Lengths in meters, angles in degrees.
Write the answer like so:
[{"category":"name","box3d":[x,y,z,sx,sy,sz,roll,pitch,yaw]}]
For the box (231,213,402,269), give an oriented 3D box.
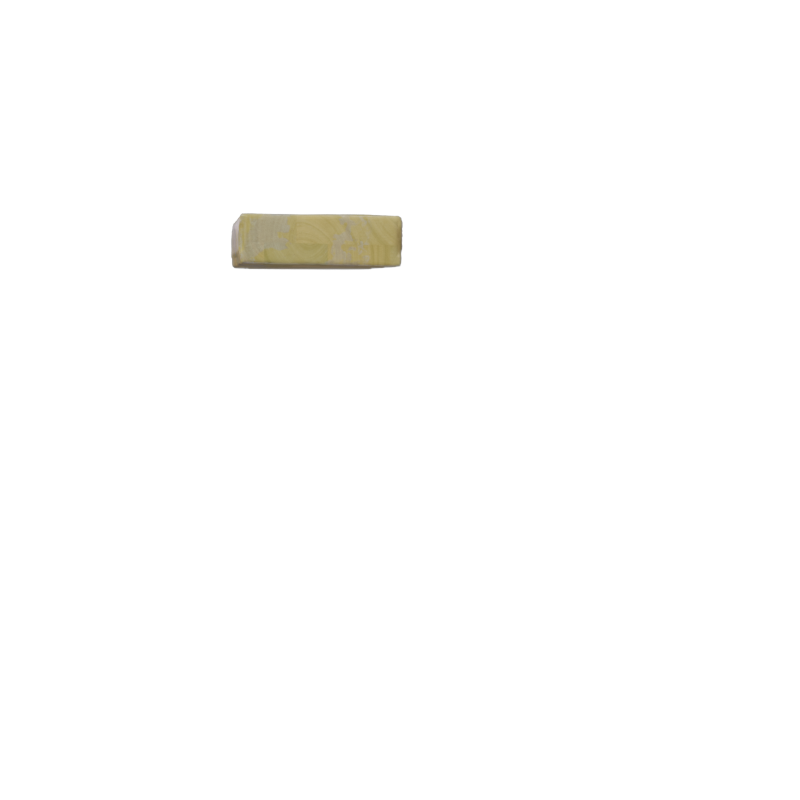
[{"category":"box","box3d":[-0.049,-0.089,0.624,0.088,0.030,0.074,-1,4,-9]}]
